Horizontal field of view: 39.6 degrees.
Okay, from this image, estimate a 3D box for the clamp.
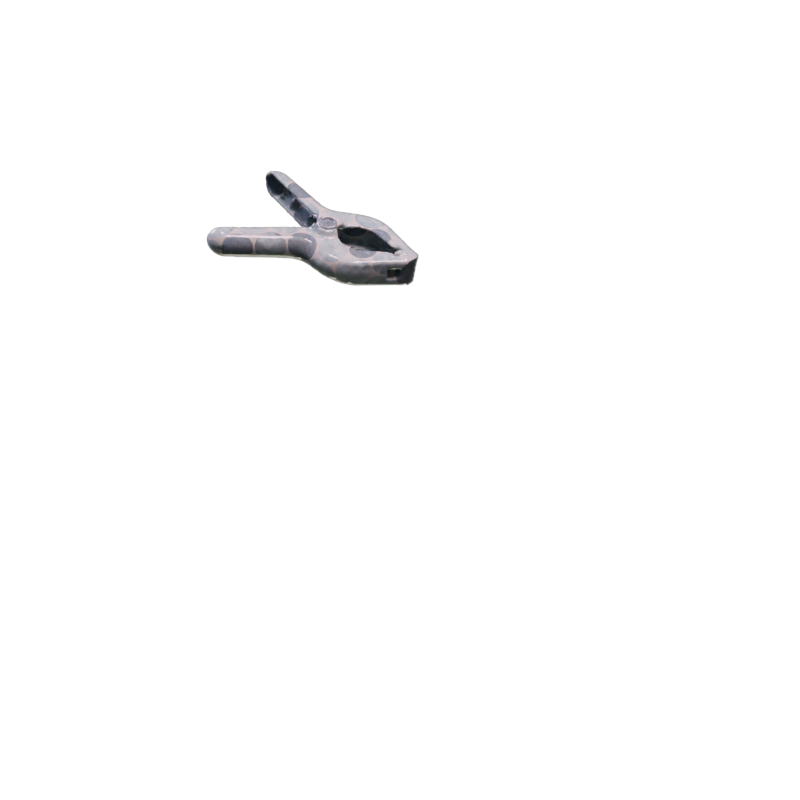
[{"bbox_3d":[-0.073,-0.133,0.928,0.180,0.036,0.123,25,50,23],"label":"clamp"}]
